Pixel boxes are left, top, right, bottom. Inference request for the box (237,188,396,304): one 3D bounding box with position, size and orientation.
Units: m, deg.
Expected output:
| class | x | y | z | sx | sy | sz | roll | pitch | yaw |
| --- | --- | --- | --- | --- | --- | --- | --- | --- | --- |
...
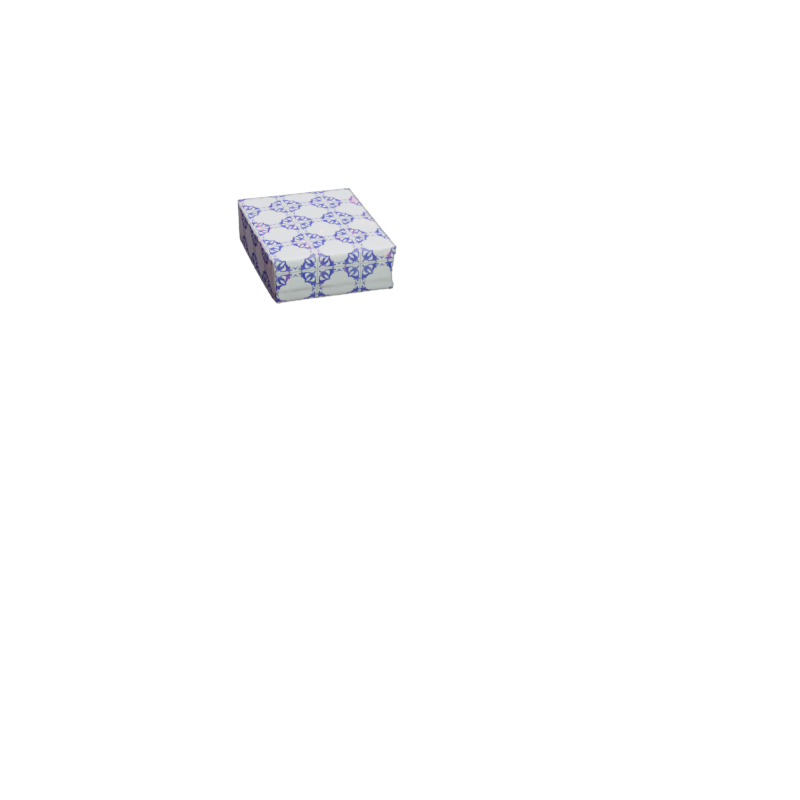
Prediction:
| class | x | y | z | sx | sy | sz | roll | pitch | yaw |
| --- | --- | --- | --- | --- | --- | --- | --- | --- | --- |
| box | -0.063 | -0.115 | 0.806 | 0.088 | 0.037 | 0.122 | -10 | 35 | -15 |
